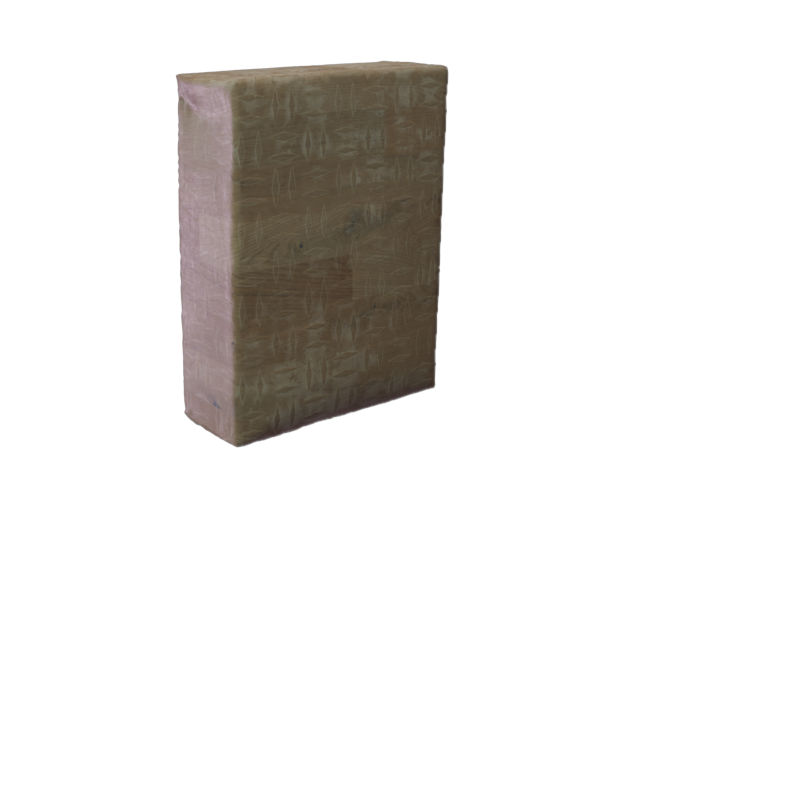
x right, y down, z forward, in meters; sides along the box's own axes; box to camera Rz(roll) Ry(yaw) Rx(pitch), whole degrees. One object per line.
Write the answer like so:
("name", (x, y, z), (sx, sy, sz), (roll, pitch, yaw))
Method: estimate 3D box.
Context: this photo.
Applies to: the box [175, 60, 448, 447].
("box", (-0.054, -0.098, 0.685), (0.160, 0.207, 0.076), (-13, 20, -39))
